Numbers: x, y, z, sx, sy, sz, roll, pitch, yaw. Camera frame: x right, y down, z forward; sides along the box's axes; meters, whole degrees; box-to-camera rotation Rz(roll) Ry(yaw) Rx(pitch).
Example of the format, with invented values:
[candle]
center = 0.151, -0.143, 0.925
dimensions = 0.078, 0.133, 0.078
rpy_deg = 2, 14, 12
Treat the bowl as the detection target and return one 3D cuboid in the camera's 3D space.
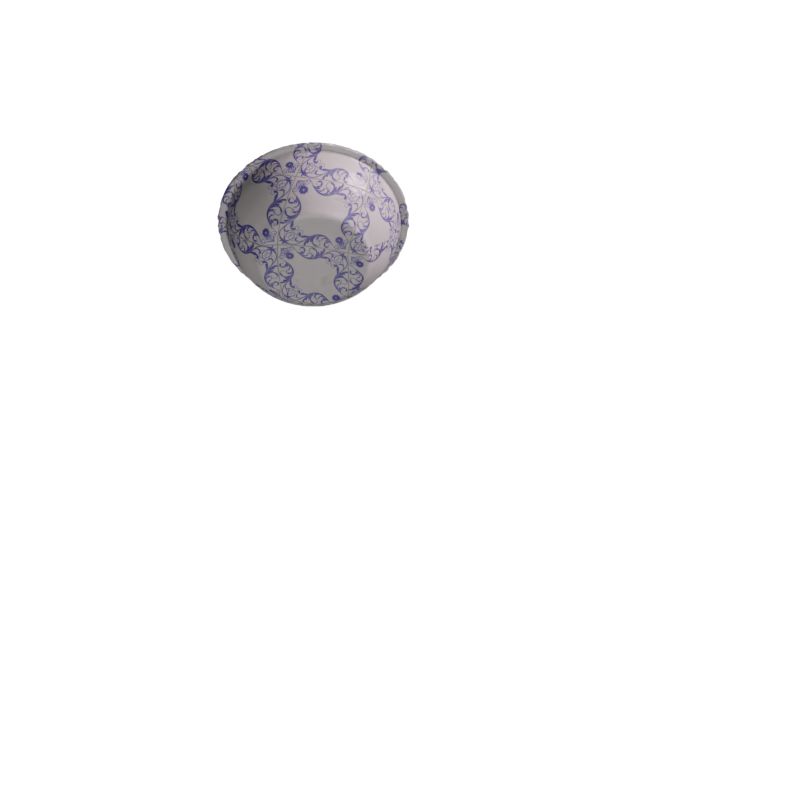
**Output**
[bowl]
center = -0.072, -0.131, 0.919
dimensions = 0.162, 0.151, 0.059
rpy_deg = 1, 39, -1
